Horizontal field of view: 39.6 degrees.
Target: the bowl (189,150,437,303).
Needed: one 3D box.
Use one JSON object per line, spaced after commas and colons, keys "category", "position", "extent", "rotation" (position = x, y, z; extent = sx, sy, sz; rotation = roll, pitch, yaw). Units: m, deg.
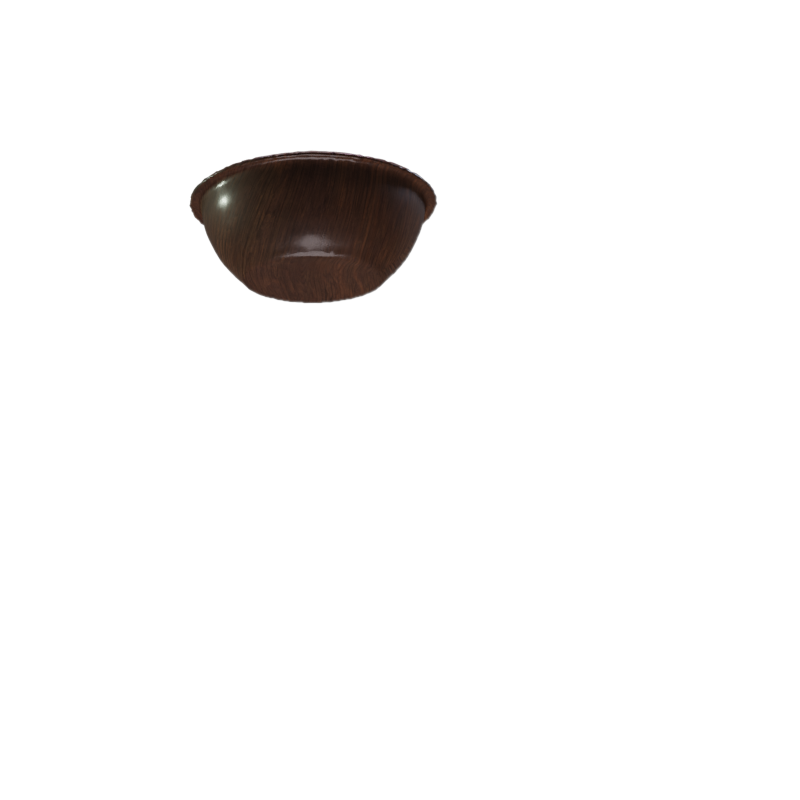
{"category": "bowl", "position": [-0.056, -0.103, 0.720], "extent": [0.162, 0.057, 0.156], "rotation": [0, -15, -2]}
